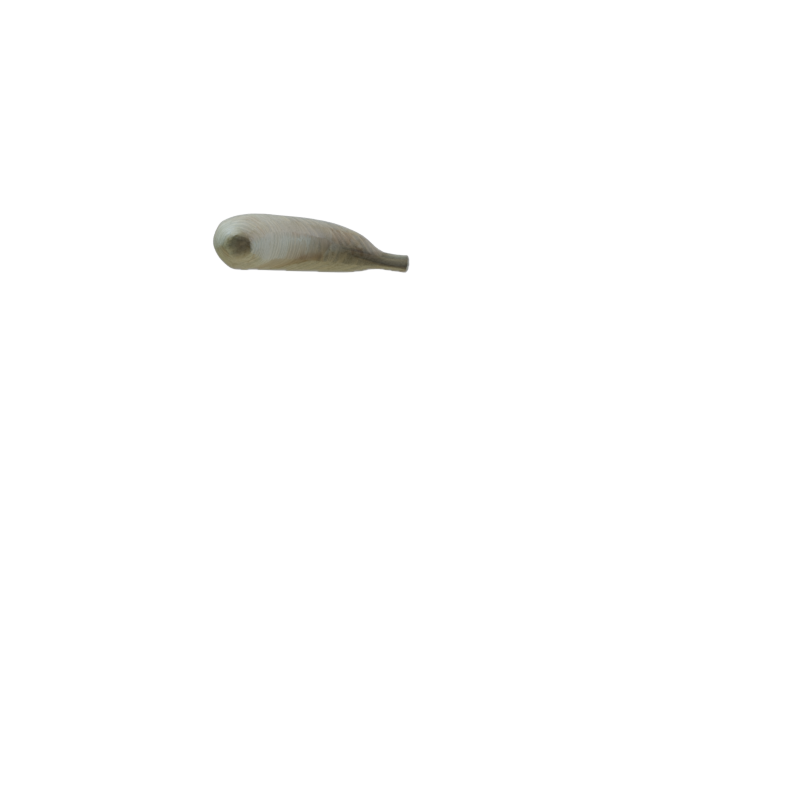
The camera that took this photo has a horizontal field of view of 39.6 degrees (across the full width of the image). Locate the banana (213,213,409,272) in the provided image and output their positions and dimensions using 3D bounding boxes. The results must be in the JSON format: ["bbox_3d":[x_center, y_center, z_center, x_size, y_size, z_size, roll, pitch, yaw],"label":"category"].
[{"bbox_3d":[-0.069,-0.101,0.715,0.072,0.037,0.191,2,6,31],"label":"banana"}]
